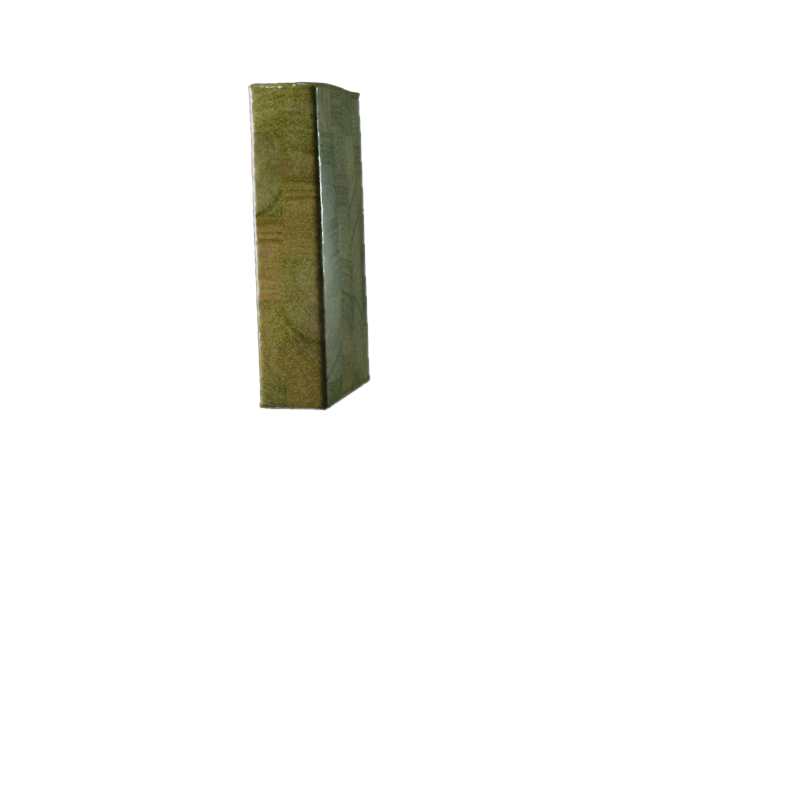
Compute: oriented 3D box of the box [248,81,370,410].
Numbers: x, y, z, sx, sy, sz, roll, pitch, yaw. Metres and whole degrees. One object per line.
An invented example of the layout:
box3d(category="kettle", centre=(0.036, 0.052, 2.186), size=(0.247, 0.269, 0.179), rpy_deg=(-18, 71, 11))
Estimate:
box3d(category="box", centre=(-0.049, -0.090, 0.632), size=(0.049, 0.174, 0.093), rpy_deg=(2, 6, 14))
